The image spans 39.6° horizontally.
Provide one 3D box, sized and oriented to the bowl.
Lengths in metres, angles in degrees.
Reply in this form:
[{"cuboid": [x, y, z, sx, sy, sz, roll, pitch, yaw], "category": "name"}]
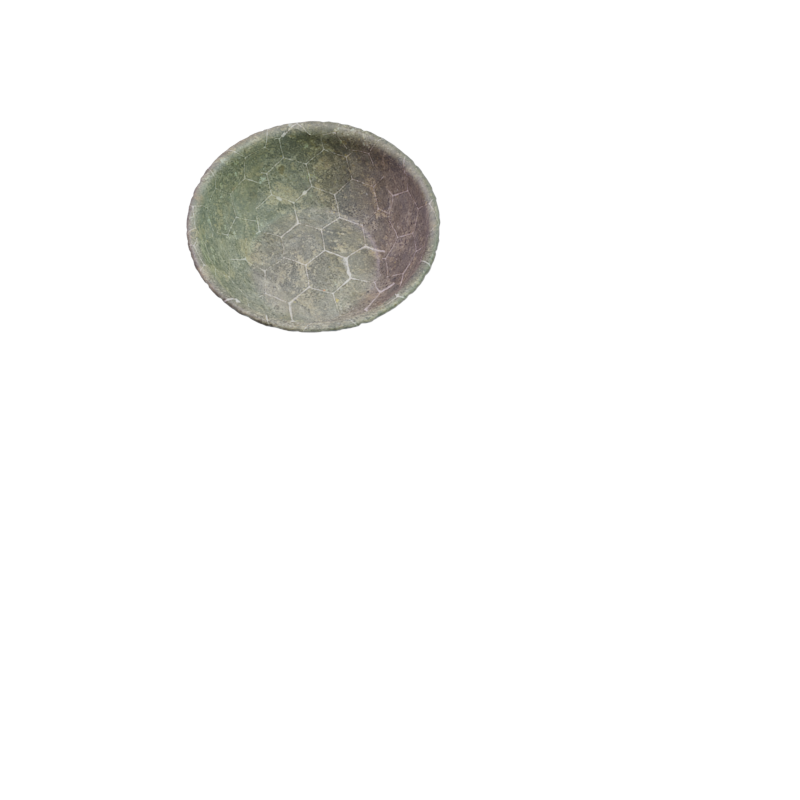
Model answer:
[{"cuboid": [-0.057, -0.103, 0.724, 0.162, 0.173, 0.052, -1, -30, -1], "category": "bowl"}]
